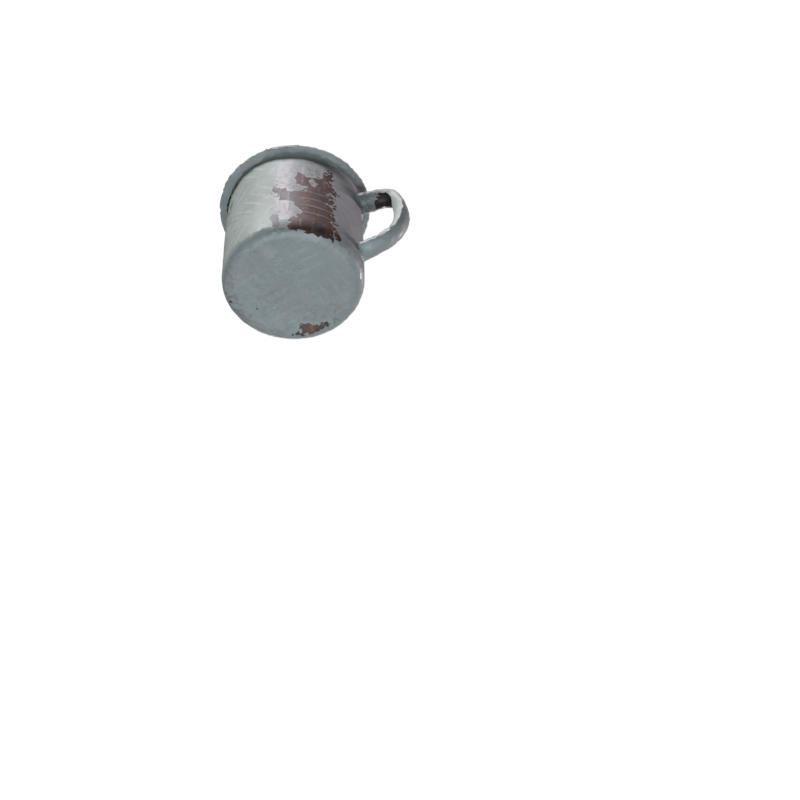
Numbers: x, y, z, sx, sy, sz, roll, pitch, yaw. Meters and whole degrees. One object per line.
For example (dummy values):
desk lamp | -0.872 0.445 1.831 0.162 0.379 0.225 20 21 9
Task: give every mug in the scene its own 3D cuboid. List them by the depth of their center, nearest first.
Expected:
mug | -0.051 -0.093 0.652 0.118 0.086 0.087 -13 38 9
